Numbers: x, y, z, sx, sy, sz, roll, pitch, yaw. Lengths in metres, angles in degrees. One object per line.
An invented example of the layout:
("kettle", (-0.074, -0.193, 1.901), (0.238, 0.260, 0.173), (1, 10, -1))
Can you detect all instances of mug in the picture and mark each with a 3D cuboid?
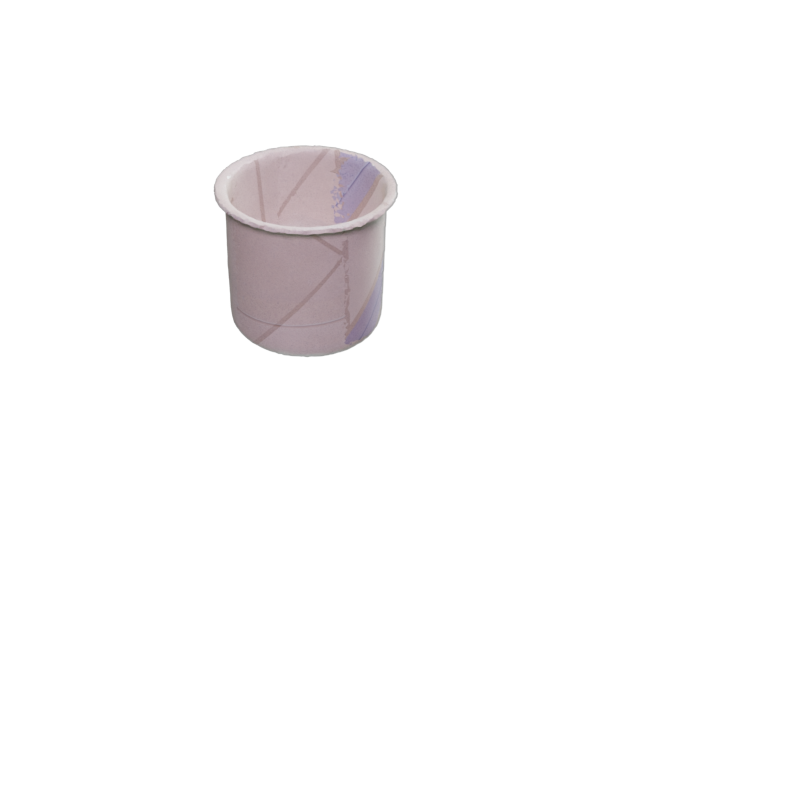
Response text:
("mug", (-0.046, -0.084, 0.589), (0.095, 0.076, 0.122), (10, 37, 12))
